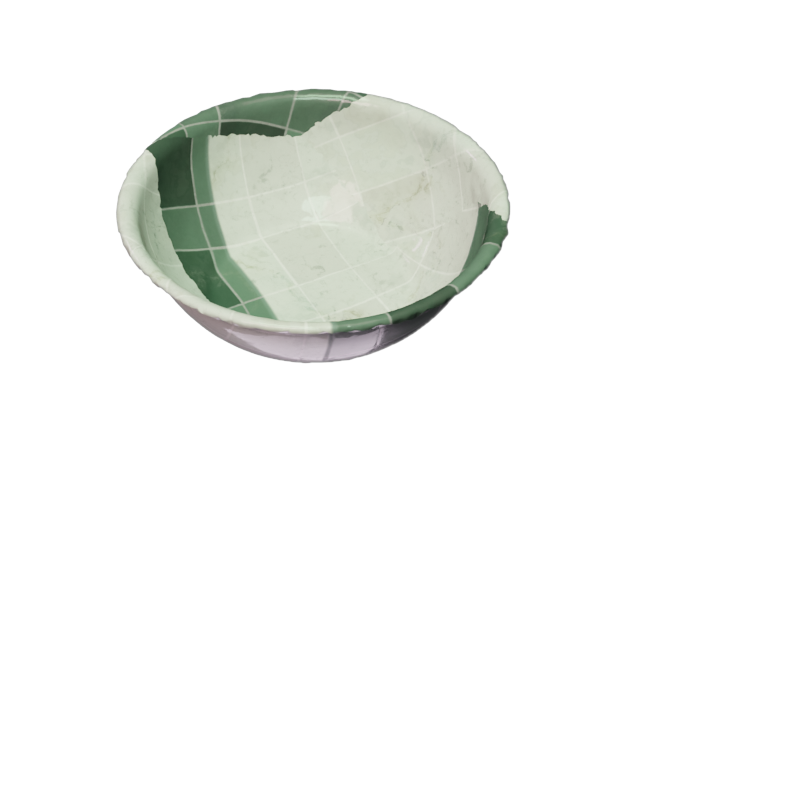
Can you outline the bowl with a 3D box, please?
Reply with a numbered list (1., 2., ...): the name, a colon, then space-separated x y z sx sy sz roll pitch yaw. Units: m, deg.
1. bowl: -0.037 -0.068 0.475 0.162 0.051 0.174 -1 44 -1
